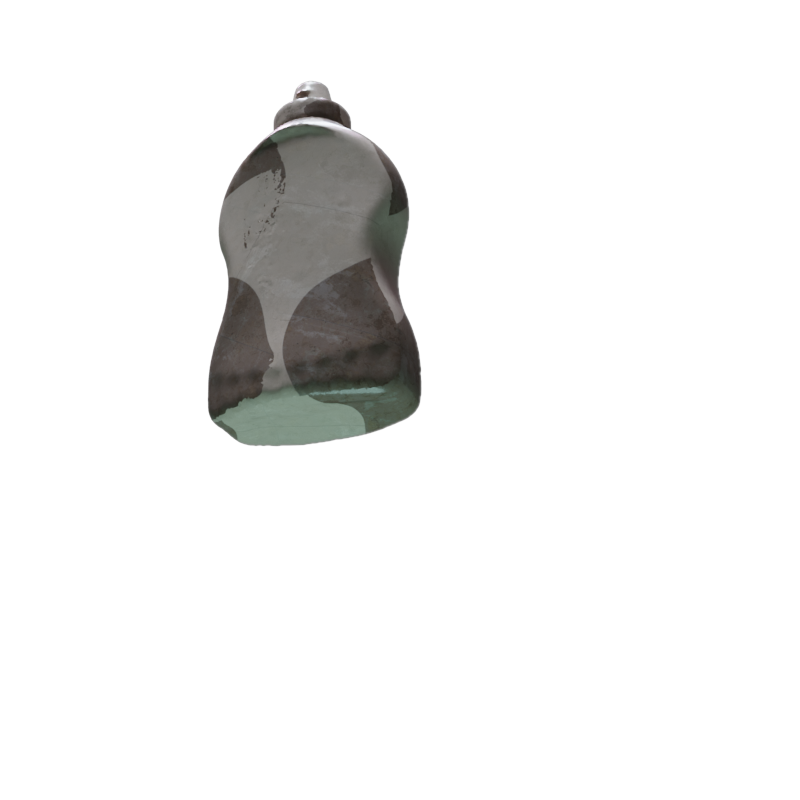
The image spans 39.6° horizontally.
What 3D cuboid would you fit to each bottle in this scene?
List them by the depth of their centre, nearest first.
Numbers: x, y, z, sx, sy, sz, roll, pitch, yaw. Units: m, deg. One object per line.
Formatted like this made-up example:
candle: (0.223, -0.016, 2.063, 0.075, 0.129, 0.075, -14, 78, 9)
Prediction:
bottle: (-0.043, -0.078, 0.546, 0.097, 0.204, 0.054, -14, -32, 19)
